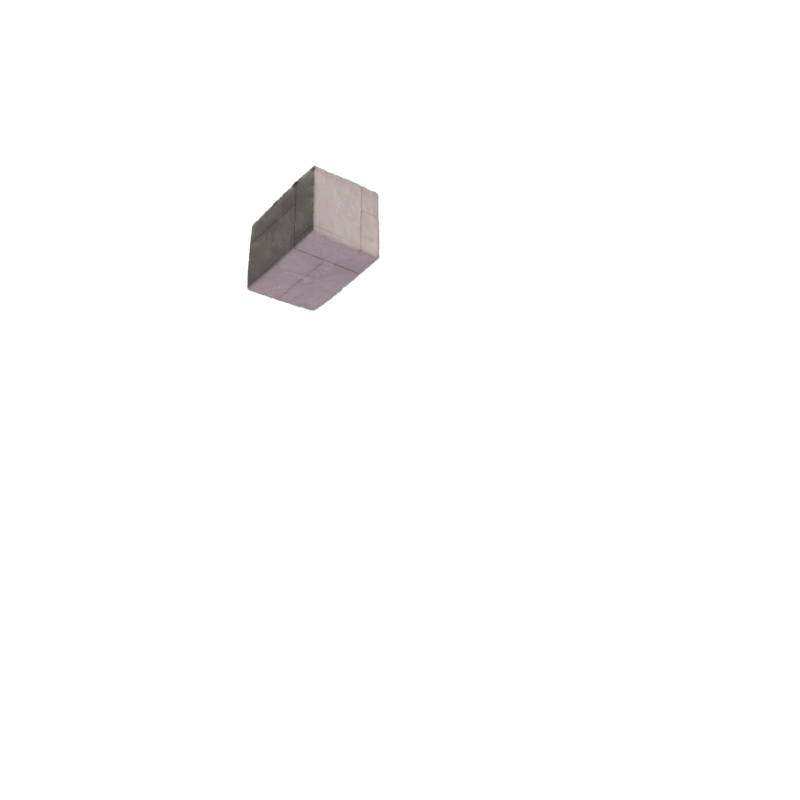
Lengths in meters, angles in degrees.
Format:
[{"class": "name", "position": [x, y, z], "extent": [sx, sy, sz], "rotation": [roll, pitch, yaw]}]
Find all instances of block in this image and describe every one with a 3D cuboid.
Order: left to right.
[{"class": "block", "position": [-0.056, -0.101, 0.710], "extent": [0.050, 0.055, 0.077], "rotation": [21, -37, -31]}]
